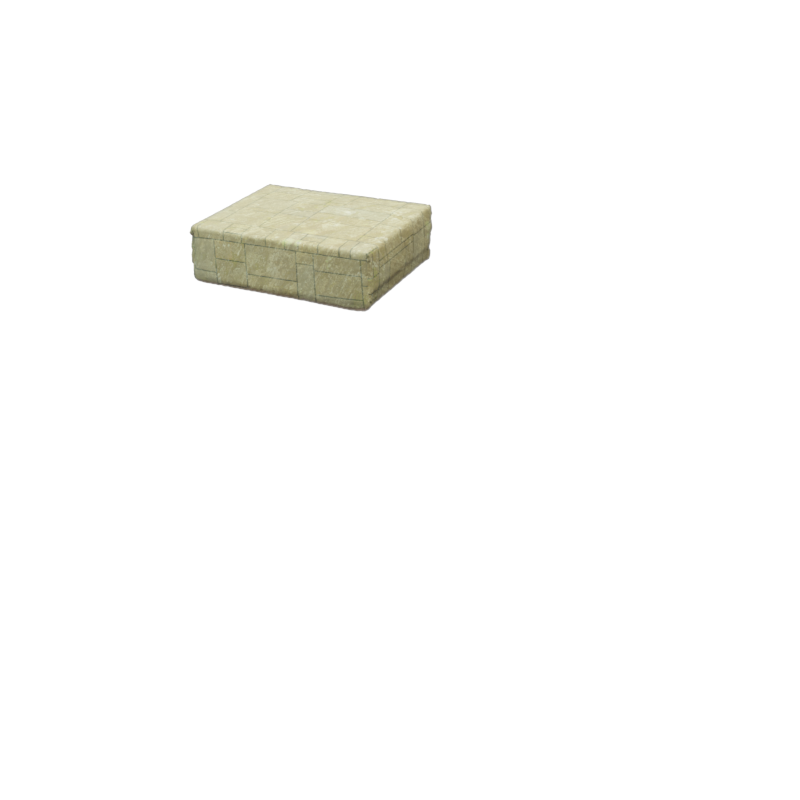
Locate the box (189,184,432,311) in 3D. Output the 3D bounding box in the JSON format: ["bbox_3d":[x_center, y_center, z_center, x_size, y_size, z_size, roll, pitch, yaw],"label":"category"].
[{"bbox_3d":[-0.050,-0.091,0.637,0.118,0.037,0.091,13,30,23],"label":"box"}]
